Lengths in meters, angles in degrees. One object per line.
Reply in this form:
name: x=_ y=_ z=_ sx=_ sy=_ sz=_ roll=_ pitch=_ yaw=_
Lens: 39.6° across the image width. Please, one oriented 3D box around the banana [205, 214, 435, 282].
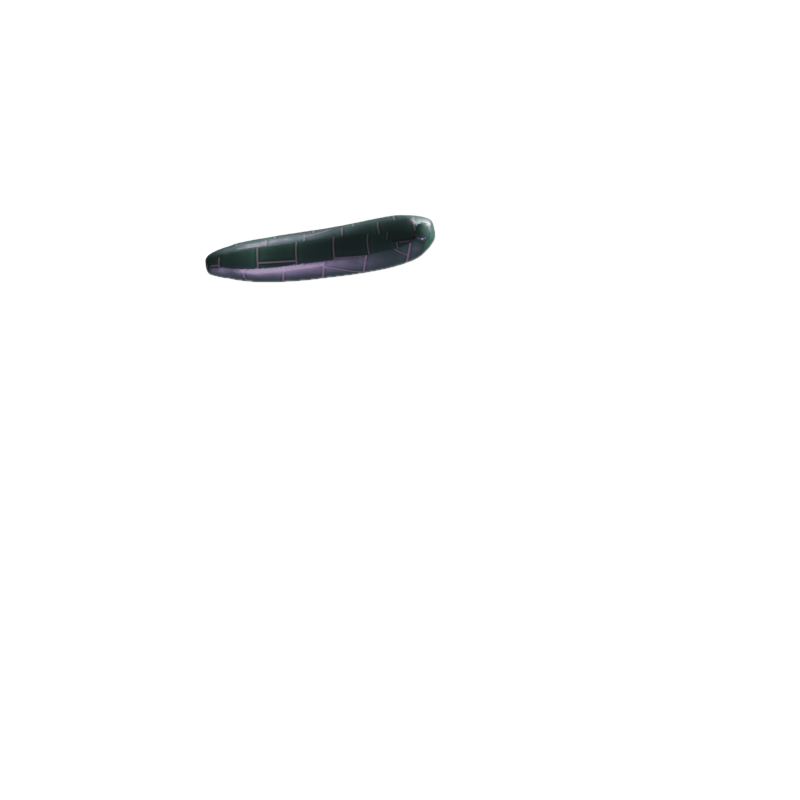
banana: x=-0.050 y=-0.113 z=0.821 sx=0.203 sy=0.038 sz=0.066 roll=-6 pitch=-12 yaw=32
